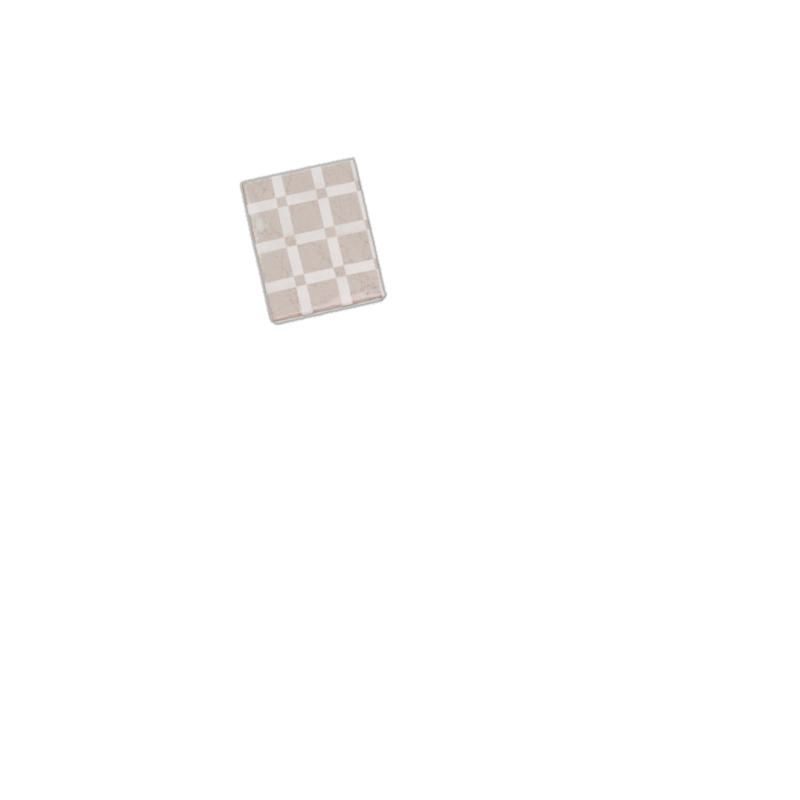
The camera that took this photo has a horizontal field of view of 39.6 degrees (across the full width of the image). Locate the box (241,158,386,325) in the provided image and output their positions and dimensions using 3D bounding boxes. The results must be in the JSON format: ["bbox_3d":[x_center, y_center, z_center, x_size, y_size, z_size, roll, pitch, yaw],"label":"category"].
[{"bbox_3d":[-0.067,-0.122,0.856,0.090,0.116,0.038,-13,-6,-2],"label":"box"}]
